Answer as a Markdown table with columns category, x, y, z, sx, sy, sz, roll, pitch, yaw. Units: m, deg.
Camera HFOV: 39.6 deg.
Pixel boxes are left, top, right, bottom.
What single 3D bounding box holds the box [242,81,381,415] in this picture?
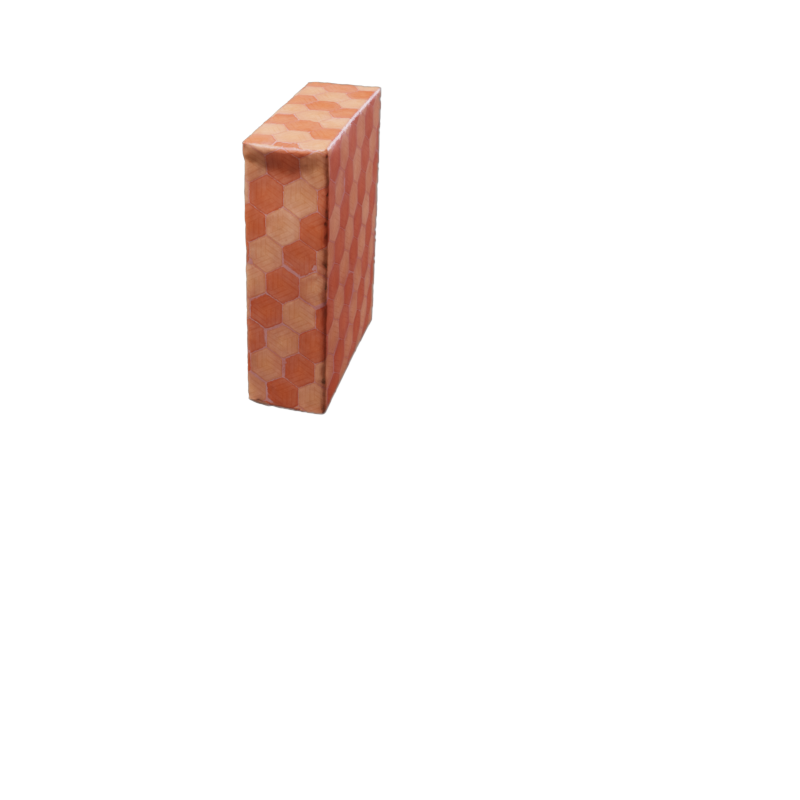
| category | x | y | z | sx | sy | sz | roll | pitch | yaw |
| --- | --- | --- | --- | --- | --- | --- | --- | --- | --- |
| box | -0.068 | -0.124 | 0.867 | 0.073 | 0.202 | 0.170 | 7 | 28 | 10 |
